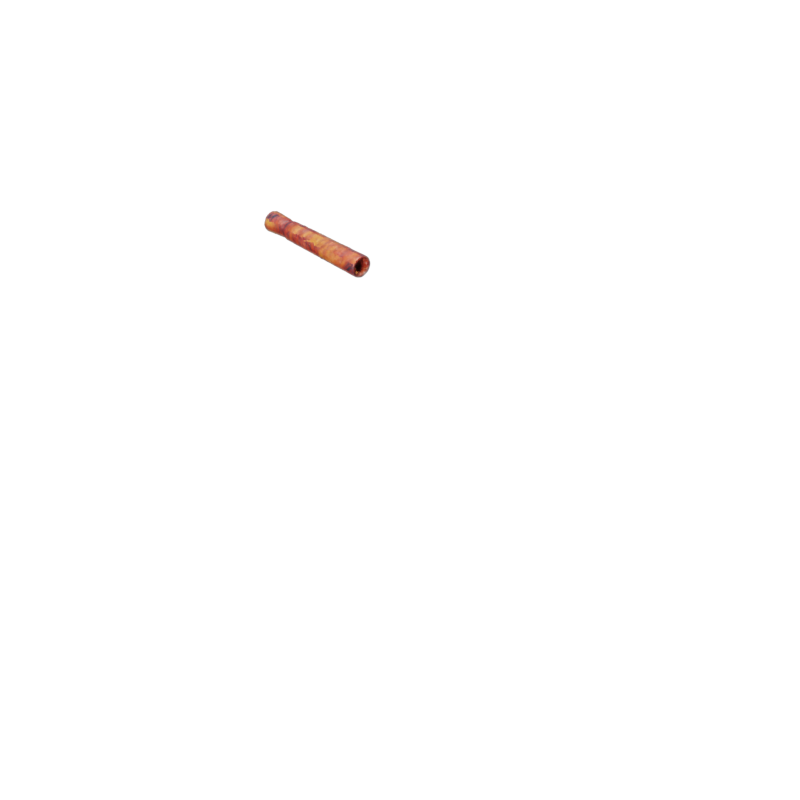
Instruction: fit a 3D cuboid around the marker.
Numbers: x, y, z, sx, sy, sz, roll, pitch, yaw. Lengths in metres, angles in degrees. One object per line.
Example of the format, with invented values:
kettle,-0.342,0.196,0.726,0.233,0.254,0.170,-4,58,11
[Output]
marker,-0.071,-0.130,0.912,0.019,0.019,0.129,-3,26,-43
